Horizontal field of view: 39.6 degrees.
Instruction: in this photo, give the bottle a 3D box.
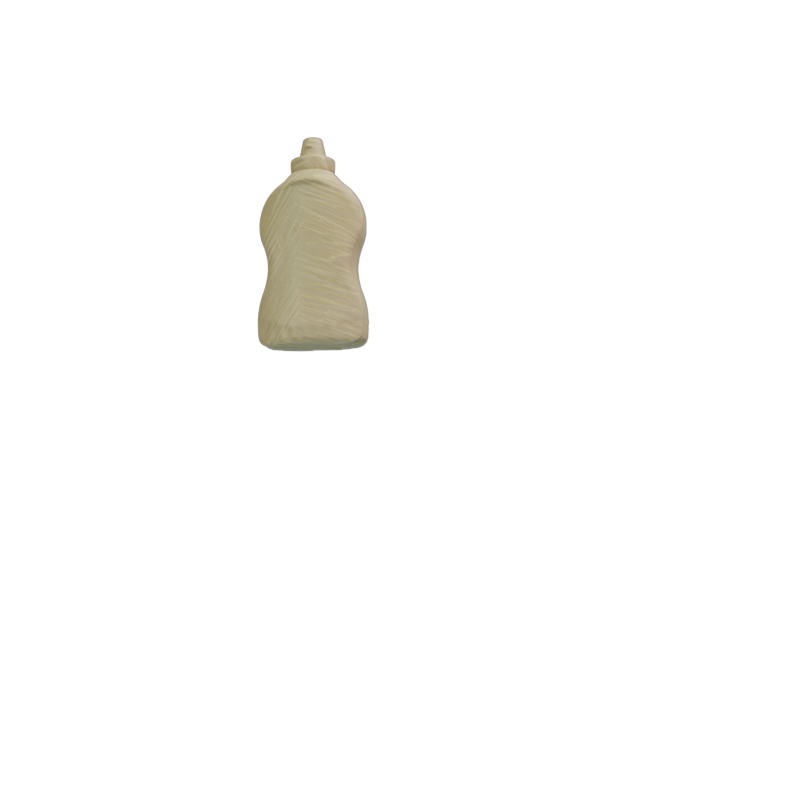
[{"bbox_3d":[-0.078,-0.142,0.995,0.097,0.198,0.056,-3,-13,13],"label":"bottle"}]
